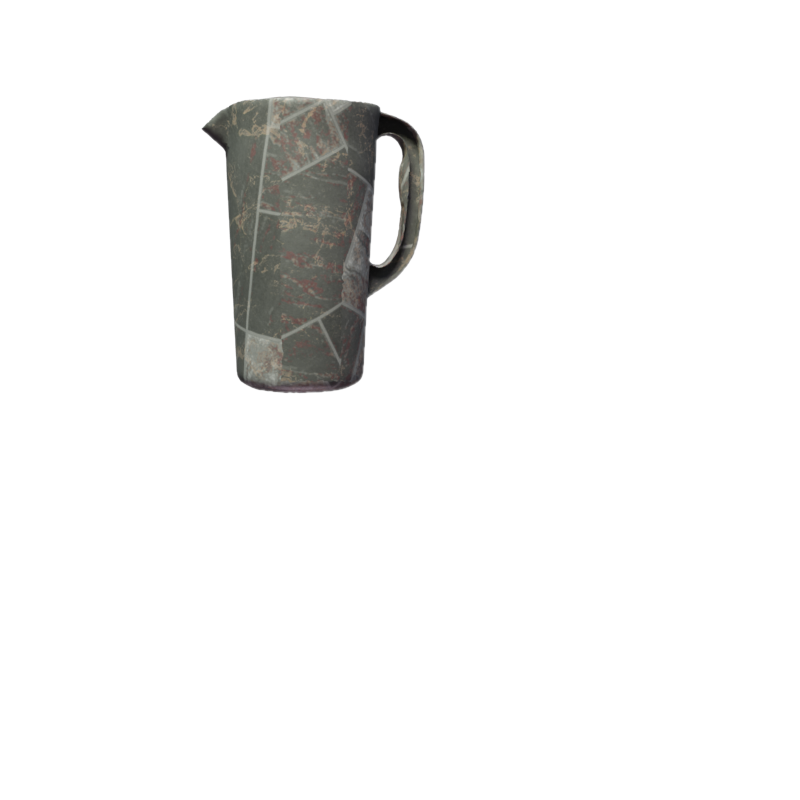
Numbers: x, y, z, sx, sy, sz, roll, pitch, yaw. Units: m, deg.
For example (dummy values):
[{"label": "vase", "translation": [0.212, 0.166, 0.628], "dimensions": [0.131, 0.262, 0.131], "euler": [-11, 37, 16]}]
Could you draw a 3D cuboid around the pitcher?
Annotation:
[{"label": "pitcher", "translation": [-0.074, -0.134, 0.939], "dimensions": [0.155, 0.241, 0.141], "euler": [3, 5, 32]}]
